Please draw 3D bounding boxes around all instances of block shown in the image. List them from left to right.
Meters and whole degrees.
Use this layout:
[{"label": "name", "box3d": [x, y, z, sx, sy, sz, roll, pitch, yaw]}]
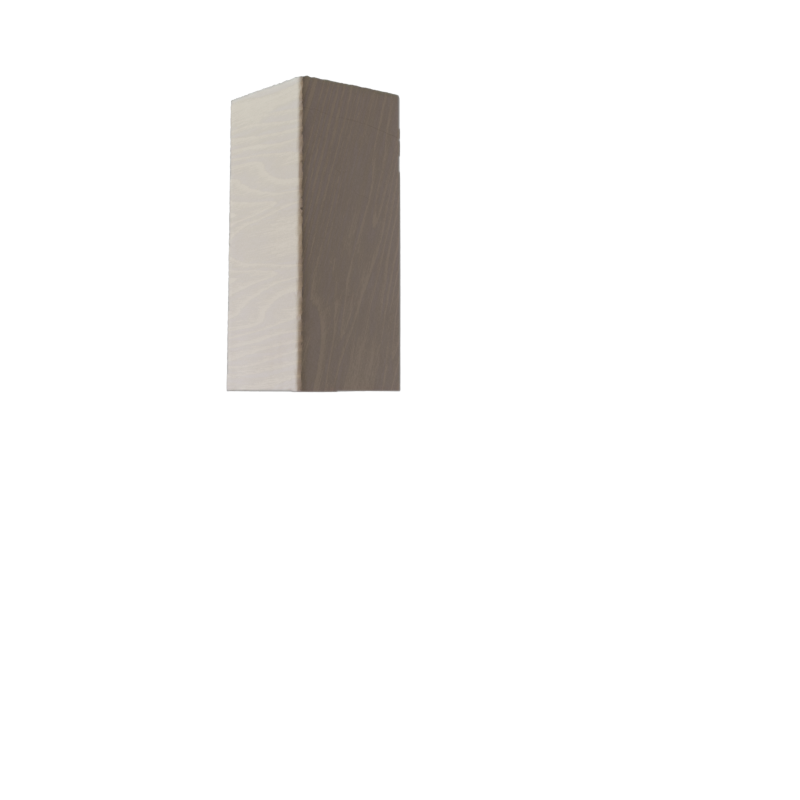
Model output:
[{"label": "block", "box3d": [-0.060, -0.110, 0.771, 0.086, 0.210, 0.093, 4, -7, -40]}]
